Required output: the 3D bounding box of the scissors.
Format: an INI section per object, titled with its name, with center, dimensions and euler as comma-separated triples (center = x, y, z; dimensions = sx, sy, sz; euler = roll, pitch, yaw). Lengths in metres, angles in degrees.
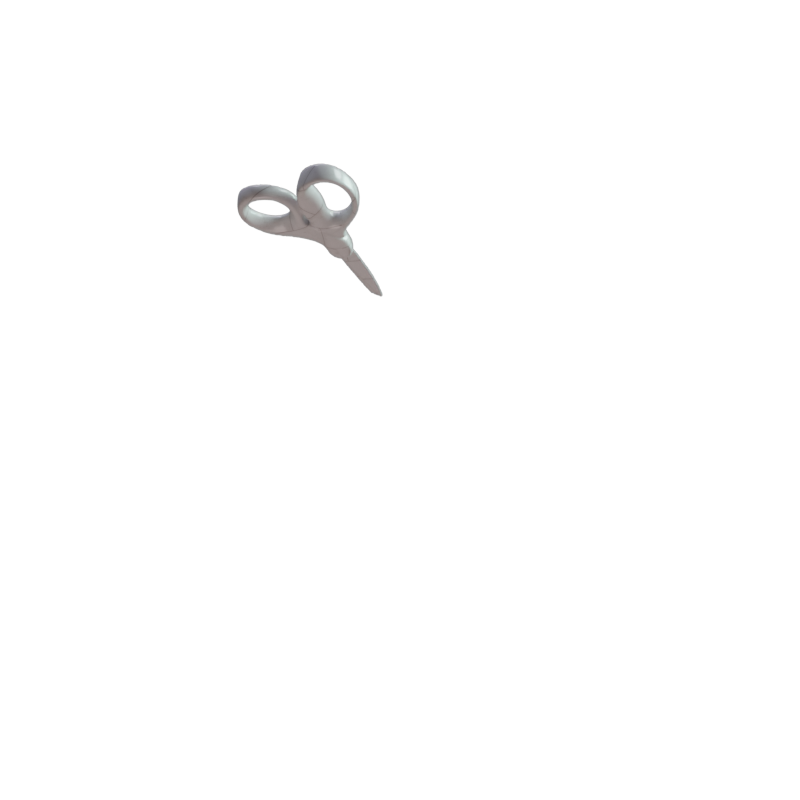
[scissors]
center = -0.066, -0.120, 0.838
dimensions = 0.097, 0.017, 0.190
euler = -1, -21, 2
